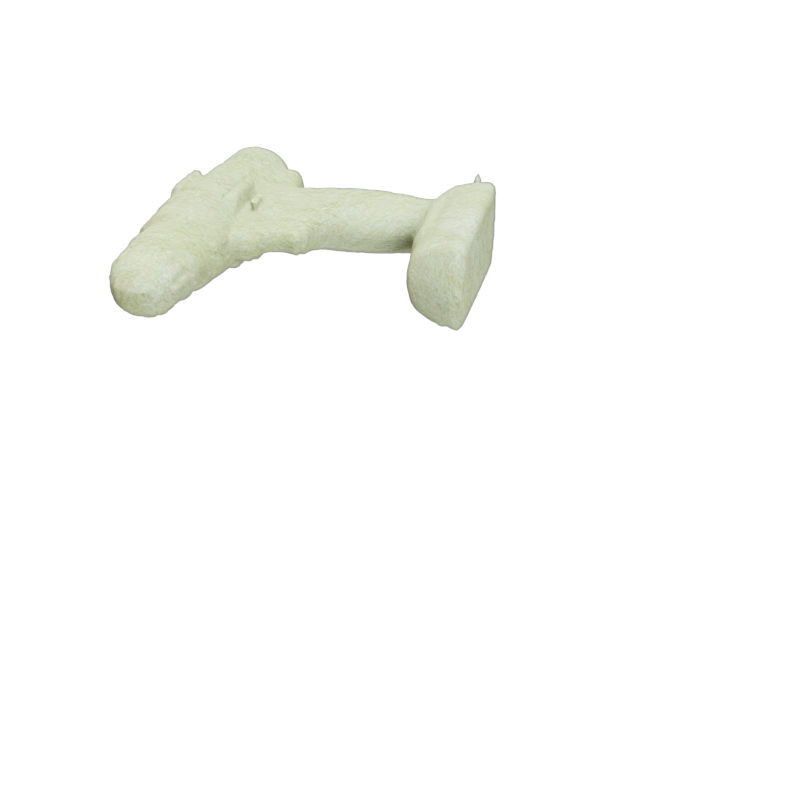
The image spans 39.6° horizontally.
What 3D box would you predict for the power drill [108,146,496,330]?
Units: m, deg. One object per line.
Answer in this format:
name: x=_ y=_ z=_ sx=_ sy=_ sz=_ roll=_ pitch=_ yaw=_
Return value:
power drill: x=-0.049 y=-0.089 z=0.624 sx=0.193 sy=0.054 sz=0.191 roll=10 pitch=34 yaw=15
